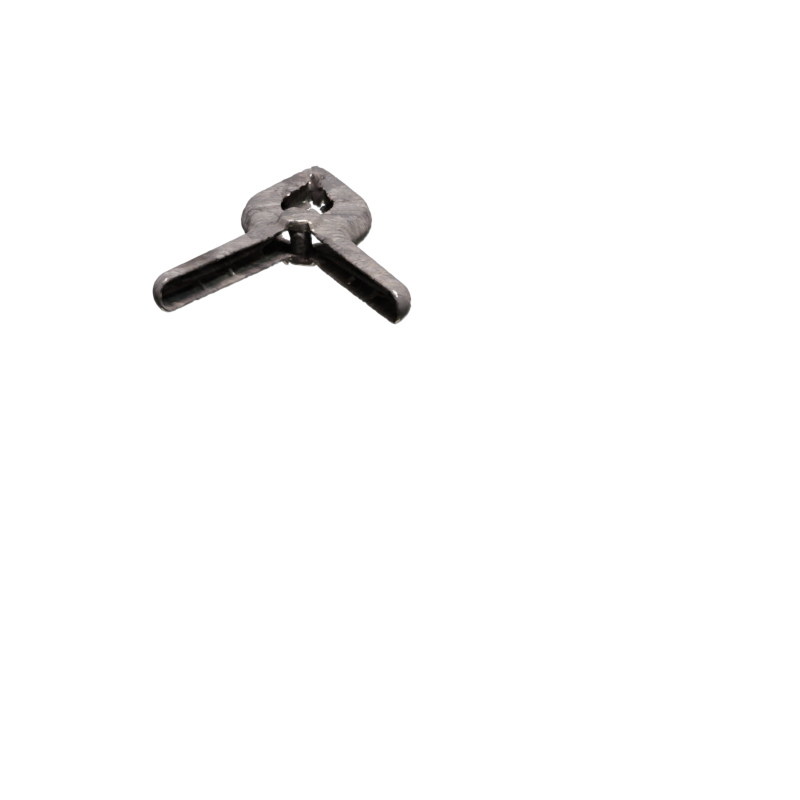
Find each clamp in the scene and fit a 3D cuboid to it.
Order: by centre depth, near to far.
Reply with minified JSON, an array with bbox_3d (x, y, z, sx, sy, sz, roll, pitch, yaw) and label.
[{"bbox_3d":[-0.061,-0.111,0.775,0.168,0.034,0.219,6,32,10],"label":"clamp"}]
